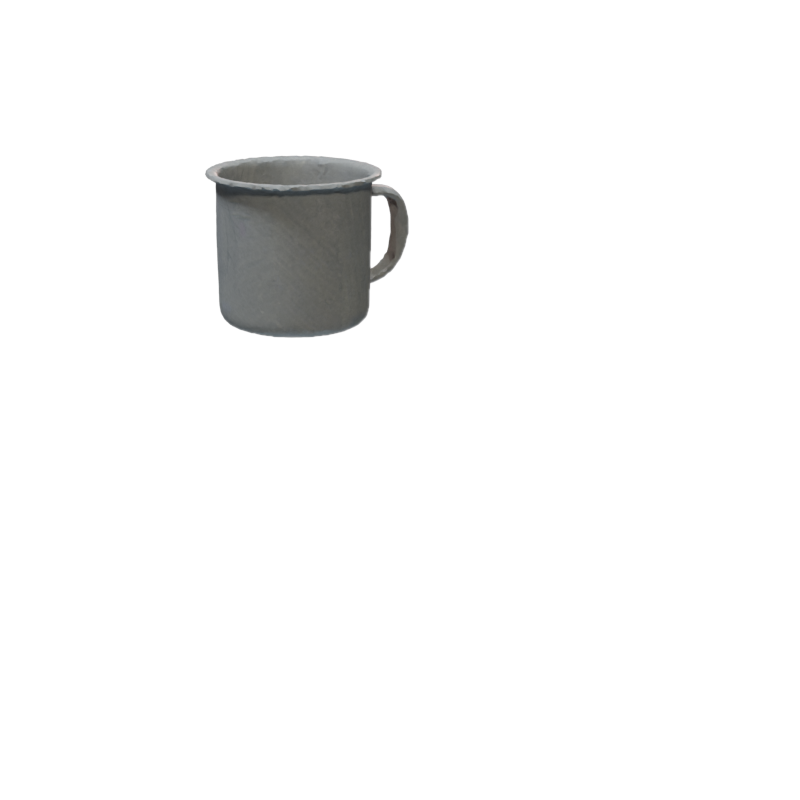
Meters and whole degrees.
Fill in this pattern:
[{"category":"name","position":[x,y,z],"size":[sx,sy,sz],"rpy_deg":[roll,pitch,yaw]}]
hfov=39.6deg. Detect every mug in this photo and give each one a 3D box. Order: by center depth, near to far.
[{"category":"mug","position":[-0.047,-0.085,0.598],"size":[0.114,0.079,0.099],"rpy_deg":[-12,22,-32]}]
